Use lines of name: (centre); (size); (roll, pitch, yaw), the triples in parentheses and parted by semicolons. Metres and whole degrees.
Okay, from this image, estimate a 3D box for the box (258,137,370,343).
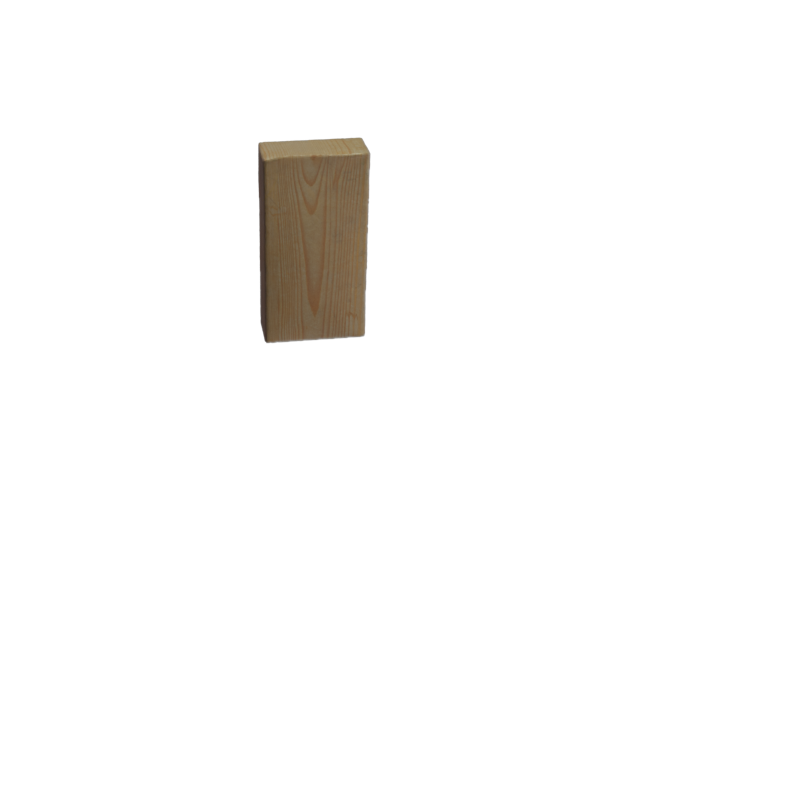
box: (-0.076, -0.137, 0.964); (0.092, 0.166, 0.051); (-4, 30, -10)
